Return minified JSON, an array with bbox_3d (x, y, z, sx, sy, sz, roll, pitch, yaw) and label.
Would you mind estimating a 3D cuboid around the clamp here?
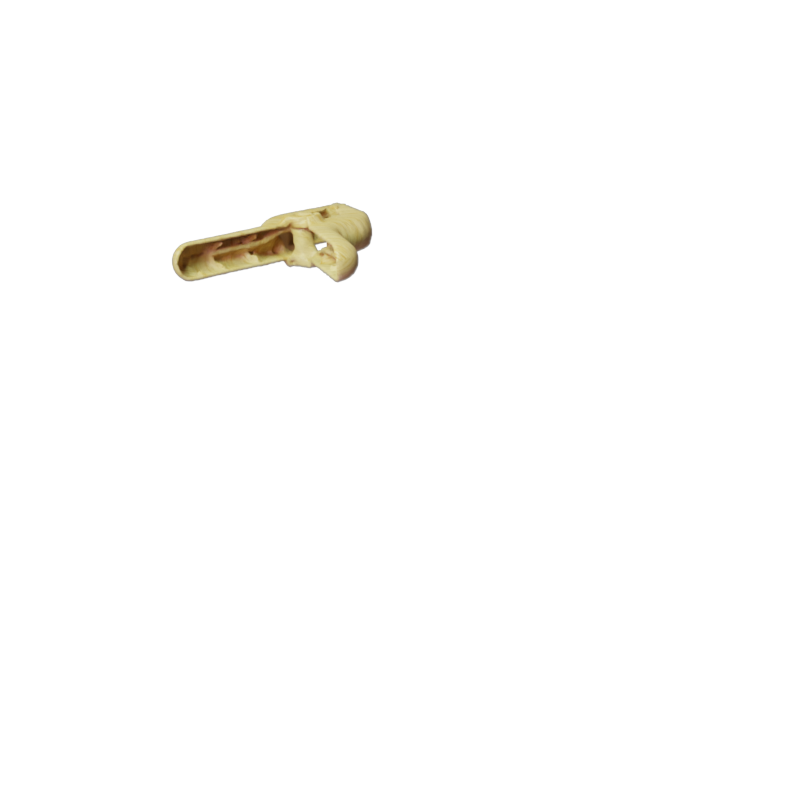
[{"bbox_3d":[-0.058,-0.105,0.738,0.125,0.038,0.172,10,24,24],"label":"clamp"}]
